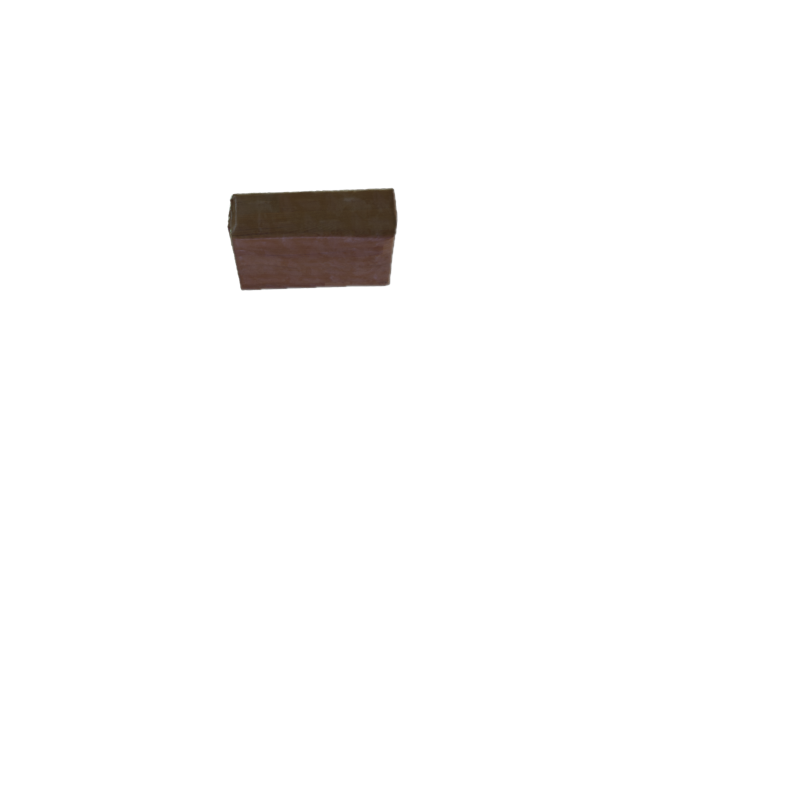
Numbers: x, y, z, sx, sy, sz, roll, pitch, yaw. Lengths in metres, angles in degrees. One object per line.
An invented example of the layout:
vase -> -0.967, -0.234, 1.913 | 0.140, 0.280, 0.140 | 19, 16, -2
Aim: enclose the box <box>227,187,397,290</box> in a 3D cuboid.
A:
box -> -0.061, -0.111, 0.774 | 0.113, 0.041, 0.086 | 0, -19, -1
